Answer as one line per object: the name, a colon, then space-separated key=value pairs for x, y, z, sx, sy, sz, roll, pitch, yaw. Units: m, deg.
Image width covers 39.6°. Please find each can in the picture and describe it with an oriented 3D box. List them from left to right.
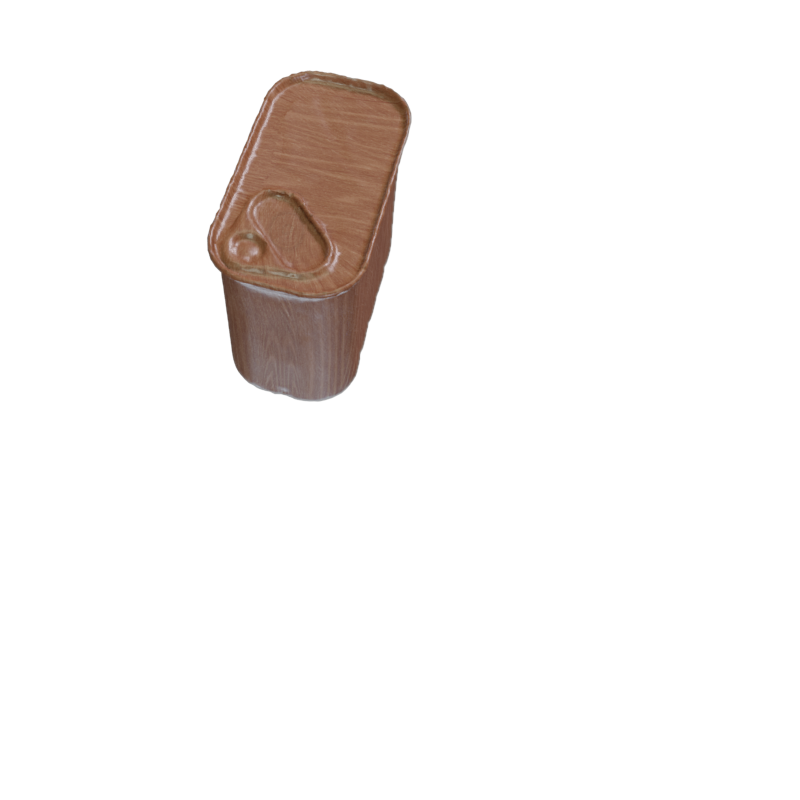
can: x=-0.034 y=-0.062 z=0.433 sx=0.058 sy=0.107 sz=0.078 roll=13 pitch=-32 yaw=5
